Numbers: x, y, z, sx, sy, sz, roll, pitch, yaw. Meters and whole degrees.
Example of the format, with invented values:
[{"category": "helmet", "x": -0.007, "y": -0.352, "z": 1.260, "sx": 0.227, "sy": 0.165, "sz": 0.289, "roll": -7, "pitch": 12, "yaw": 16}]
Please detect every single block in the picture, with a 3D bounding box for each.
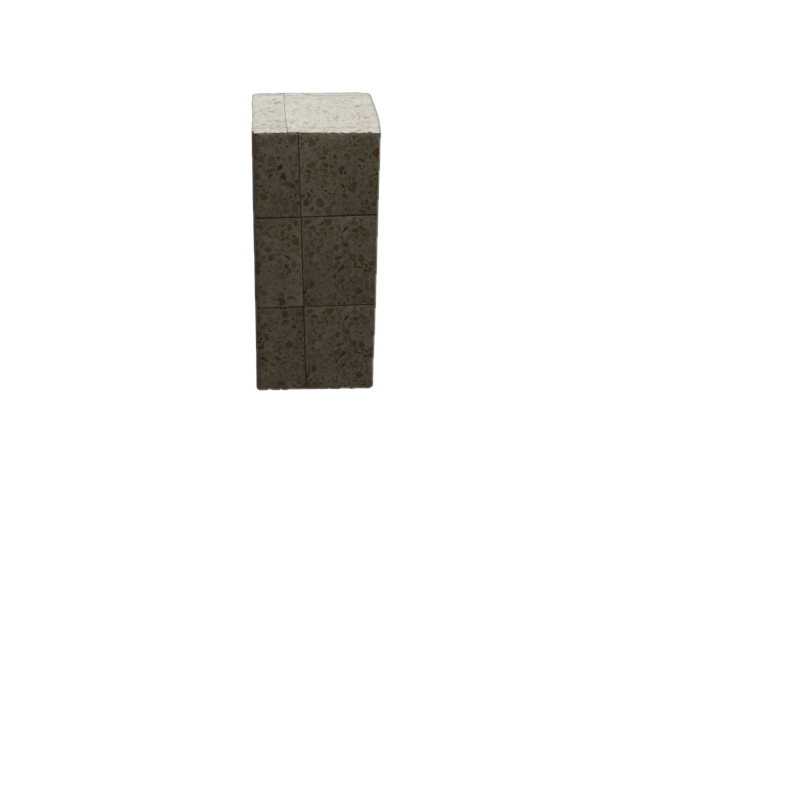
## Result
[{"category": "block", "x": -0.065, "y": -0.119, "z": 0.833, "sx": 0.090, "sy": 0.195, "sz": 0.096, "roll": -1, "pitch": 28, "yaw": -5}]
